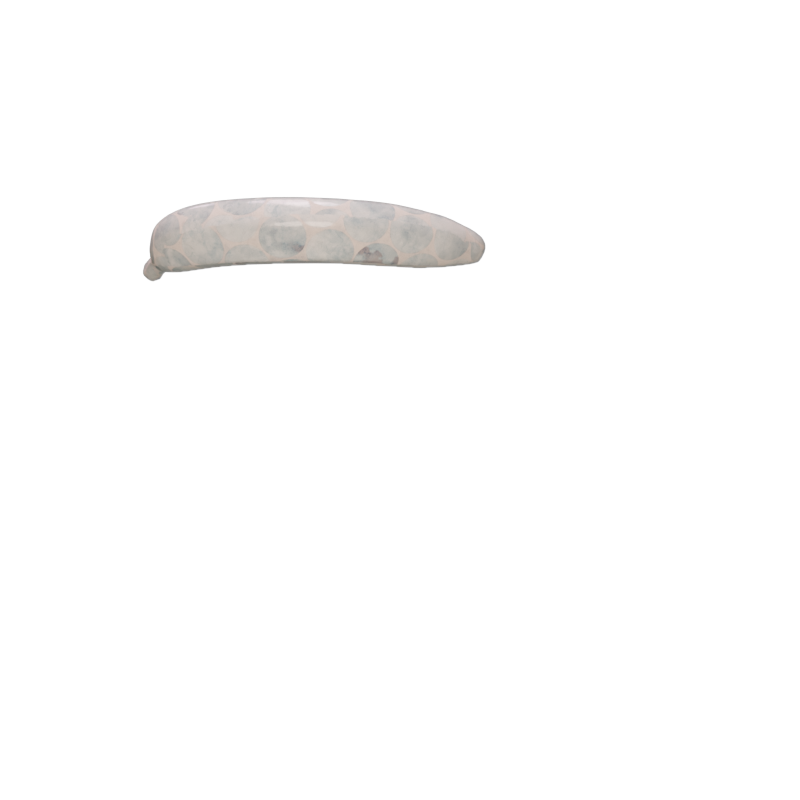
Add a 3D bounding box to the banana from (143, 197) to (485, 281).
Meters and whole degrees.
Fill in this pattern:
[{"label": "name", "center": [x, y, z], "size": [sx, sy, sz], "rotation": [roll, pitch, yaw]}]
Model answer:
[{"label": "banana", "center": [-0.054, -0.089, 0.605], "size": [0.200, 0.037, 0.068], "rotation": [0, -4, 9]}]
